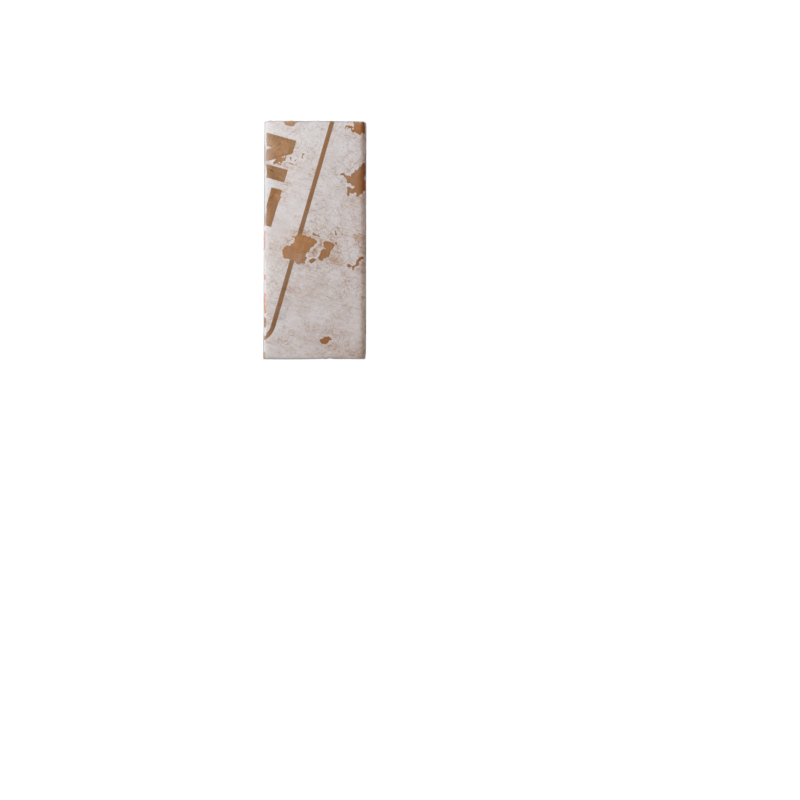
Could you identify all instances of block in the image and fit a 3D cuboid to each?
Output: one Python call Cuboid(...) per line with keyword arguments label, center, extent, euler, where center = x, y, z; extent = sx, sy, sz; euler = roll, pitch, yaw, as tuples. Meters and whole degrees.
Cuboid(label="block", center=(-0.077, -0.142, 0.995), extent=(0.090, 0.207, 0.091), euler=(0, -2, -4))
